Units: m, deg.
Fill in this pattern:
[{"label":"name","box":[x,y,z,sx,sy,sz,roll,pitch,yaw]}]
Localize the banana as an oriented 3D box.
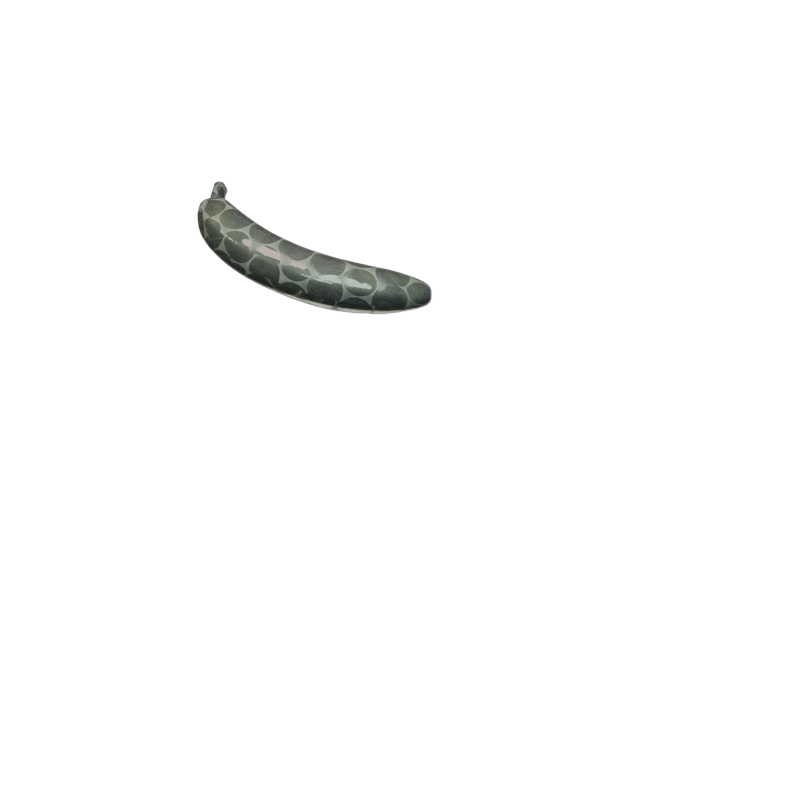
[{"label":"banana","box":[-0.075,-0.103,0.783,0.208,0.034,0.071,30,56,23]}]
